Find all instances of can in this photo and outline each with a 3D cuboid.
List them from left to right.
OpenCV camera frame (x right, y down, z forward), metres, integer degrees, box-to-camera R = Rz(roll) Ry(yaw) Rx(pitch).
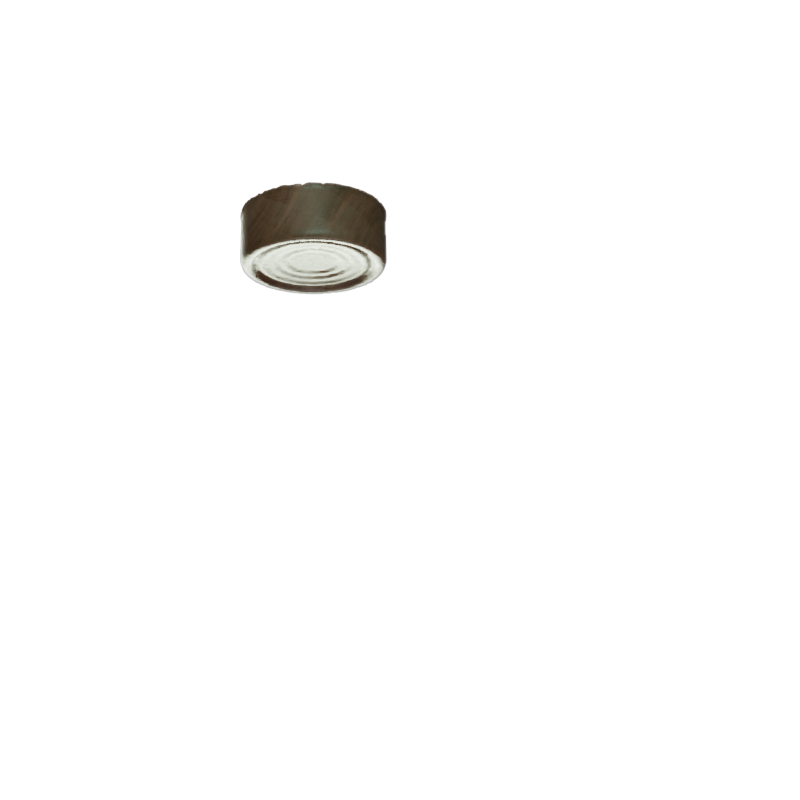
[{"bbox_3d":[-0.050,-0.092,0.644,0.086,0.035,0.082,0,-19,-2],"label":"can"}]
